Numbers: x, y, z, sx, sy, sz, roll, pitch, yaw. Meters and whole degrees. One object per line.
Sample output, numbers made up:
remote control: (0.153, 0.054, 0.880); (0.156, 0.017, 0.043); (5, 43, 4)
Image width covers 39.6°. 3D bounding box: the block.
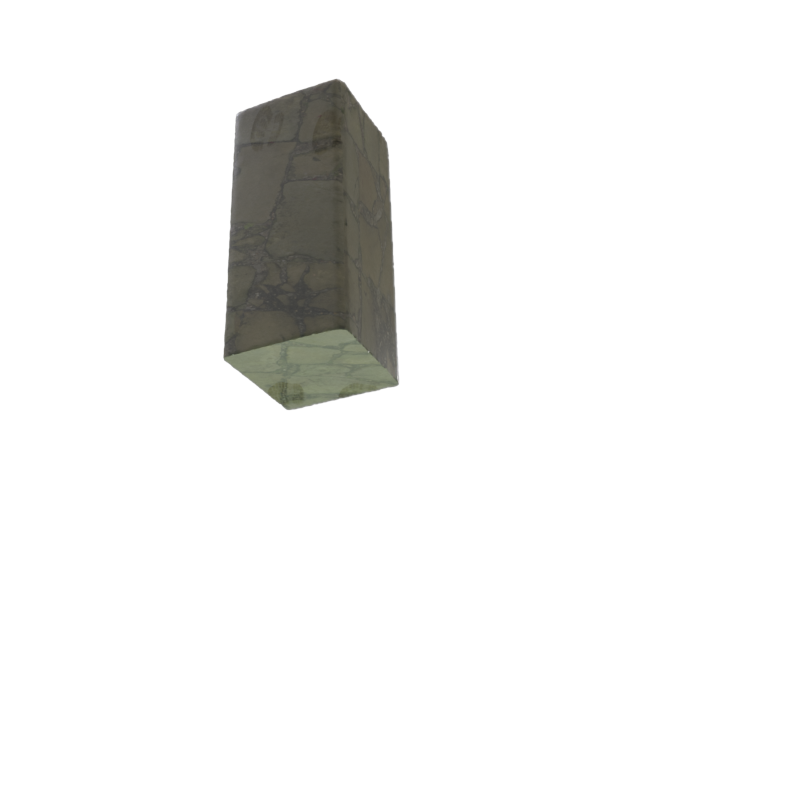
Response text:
block: (-0.061, -0.112, 0.785); (0.091, 0.220, 0.084); (-15, -33, 20)
